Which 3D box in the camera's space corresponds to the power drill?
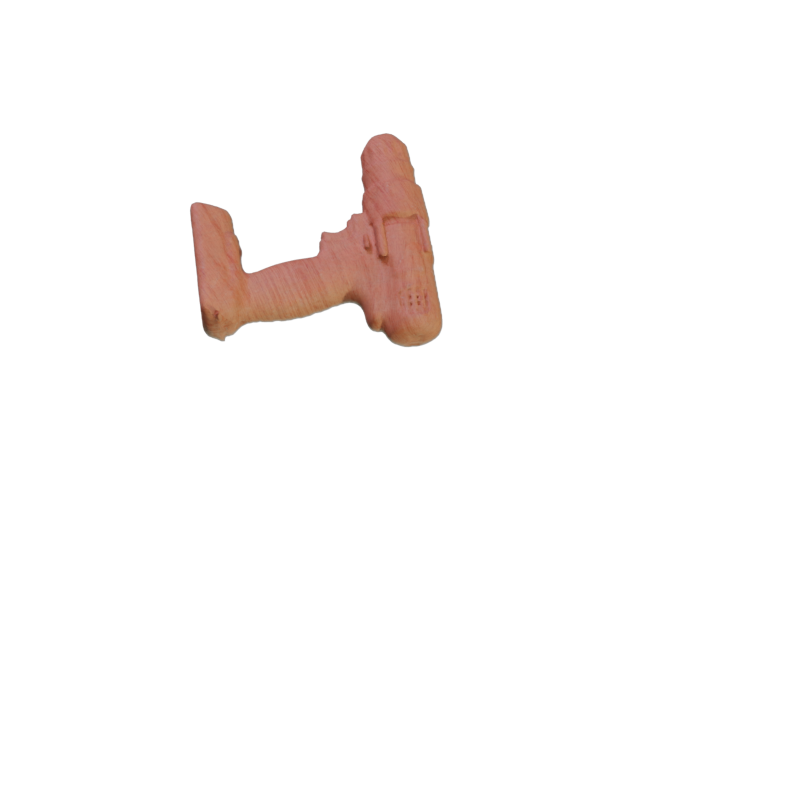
[{"bbox_3d":[-0.068,-0.124,0.868,0.187,0.197,0.054,-7,-28,-4],"label":"power drill"}]
